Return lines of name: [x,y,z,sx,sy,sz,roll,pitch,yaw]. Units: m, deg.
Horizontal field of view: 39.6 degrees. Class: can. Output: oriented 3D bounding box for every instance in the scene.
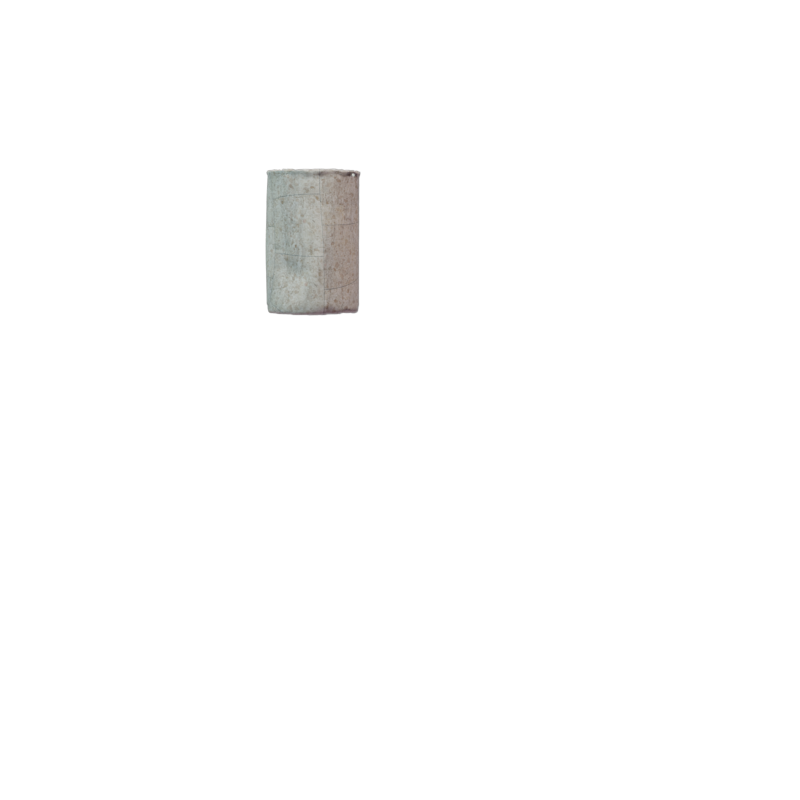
can: [-0.062,-0.114,0.798,0.068,0.102,0.069,0,2,-2]
